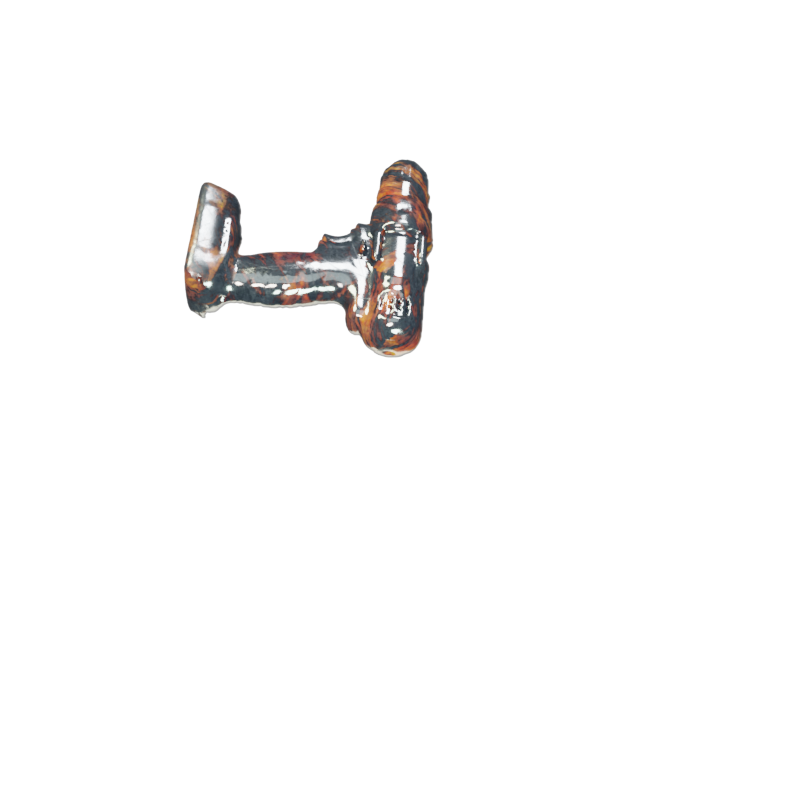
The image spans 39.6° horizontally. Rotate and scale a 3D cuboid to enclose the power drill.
[{"bbox_3d":[-0.068,-0.124,0.872,0.188,0.197,0.053,4,-38,3],"label":"power drill"}]
